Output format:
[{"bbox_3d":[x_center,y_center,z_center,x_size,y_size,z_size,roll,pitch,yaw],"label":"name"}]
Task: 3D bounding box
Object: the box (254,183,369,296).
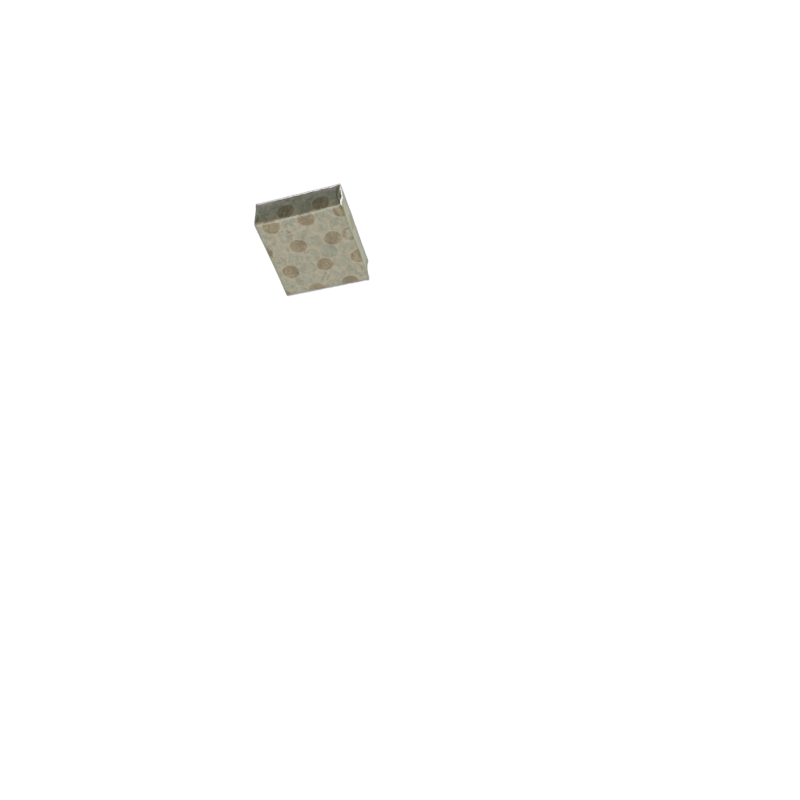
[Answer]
[{"bbox_3d":[-0.071,-0.130,0.912,0.074,0.032,0.082,-11,-45,11],"label":"box"}]
